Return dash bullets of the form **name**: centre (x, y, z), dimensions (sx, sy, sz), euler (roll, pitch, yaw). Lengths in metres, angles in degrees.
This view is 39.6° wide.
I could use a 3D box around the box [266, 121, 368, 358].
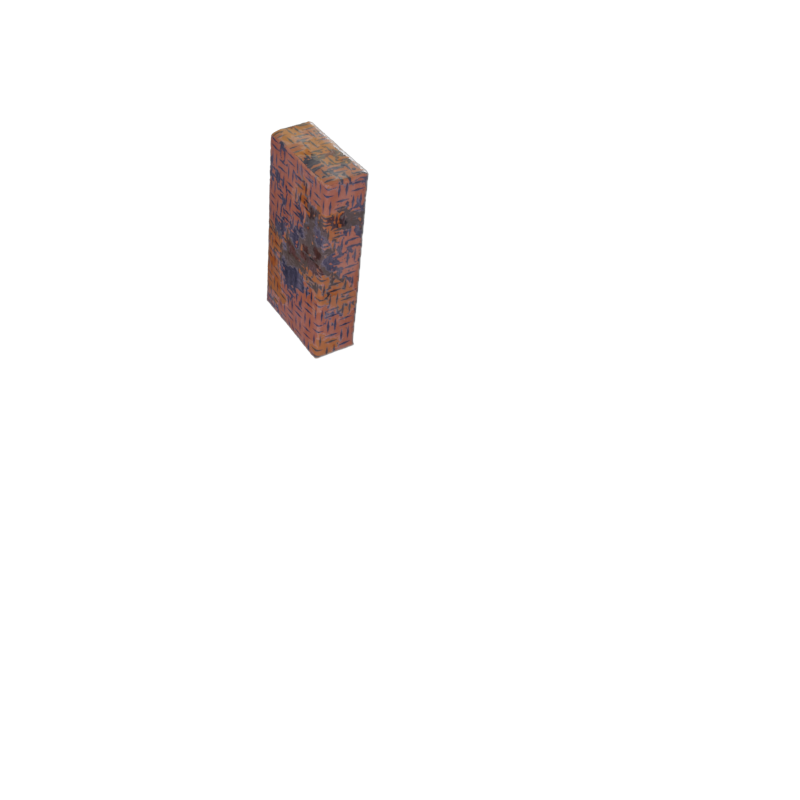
- **box**: centre (-0.072, -0.131, 0.917), dimensions (0.047, 0.164, 0.101), euler (-20, 45, -25)
